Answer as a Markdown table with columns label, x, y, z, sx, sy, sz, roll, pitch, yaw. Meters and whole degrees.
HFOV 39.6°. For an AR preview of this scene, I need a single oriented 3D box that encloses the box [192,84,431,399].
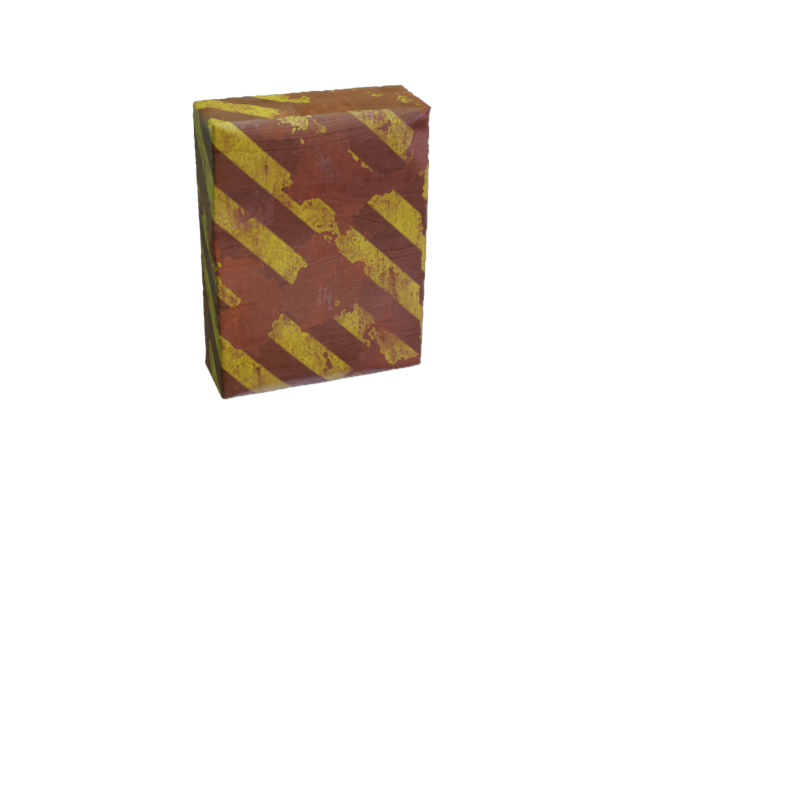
| label | x | y | z | sx | sy | sz | roll | pitch | yaw |
| --- | --- | --- | --- | --- | --- | --- | --- | --- | --- |
| box | -0.065 | -0.118 | 0.826 | 0.161 | 0.203 | 0.077 | -8 | 26 | -18 |
